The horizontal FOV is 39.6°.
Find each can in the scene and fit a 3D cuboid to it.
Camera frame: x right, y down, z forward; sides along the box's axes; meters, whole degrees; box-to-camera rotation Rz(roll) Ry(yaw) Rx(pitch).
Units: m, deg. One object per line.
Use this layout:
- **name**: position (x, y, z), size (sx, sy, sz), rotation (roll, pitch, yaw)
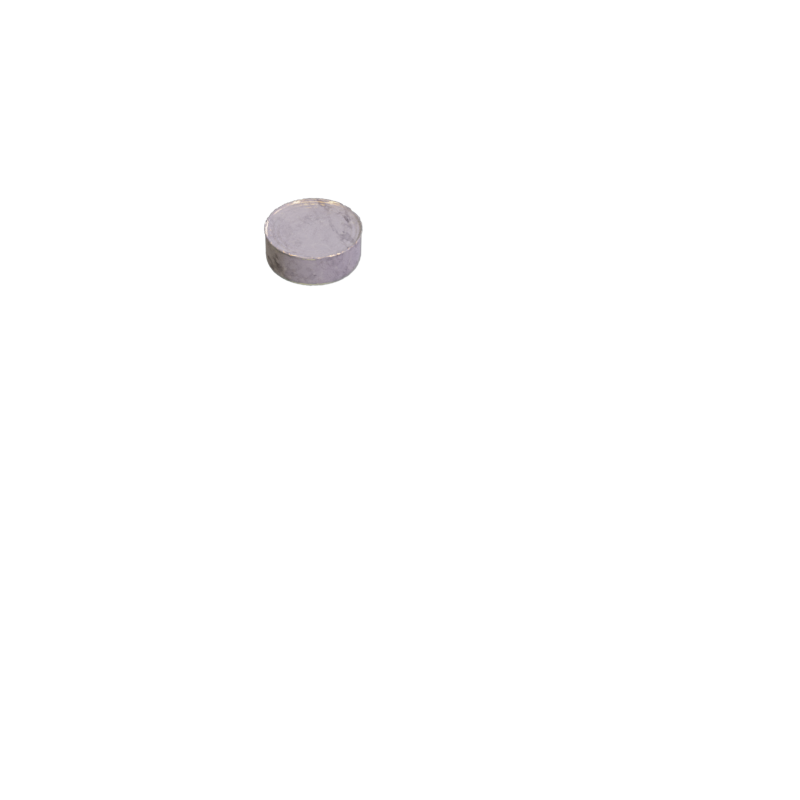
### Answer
- **can**: position (-0.076, -0.139, 0.971), size (0.086, 0.031, 0.092), rotation (-1, 43, -2)
